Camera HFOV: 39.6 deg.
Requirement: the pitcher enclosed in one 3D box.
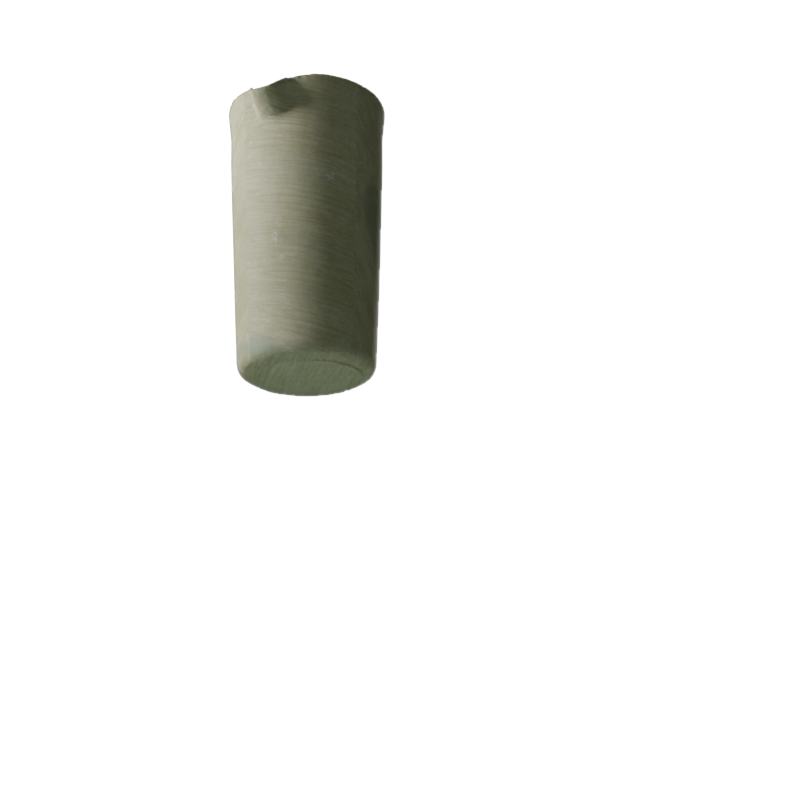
[{"bbox_3d":[-0.071,-0.130,0.910,0.145,0.256,0.142,8,-24,-21],"label":"pitcher"}]
